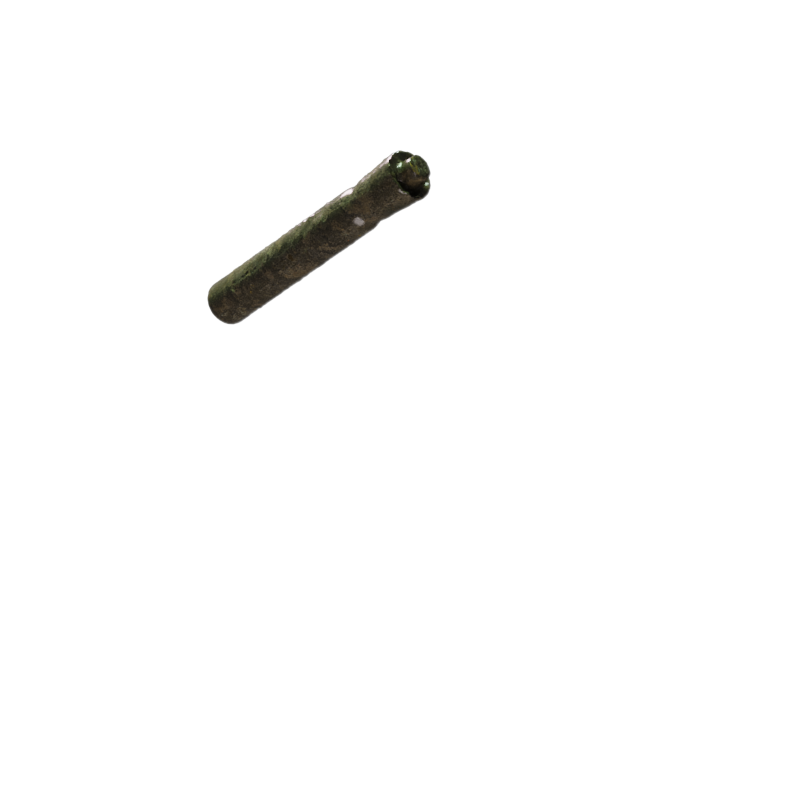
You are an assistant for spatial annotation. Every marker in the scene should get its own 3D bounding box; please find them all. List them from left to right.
[{"bbox_3d":[-0.032,-0.059,0.411,0.019,0.021,0.120,-3,-17,-44],"label":"marker"}]
